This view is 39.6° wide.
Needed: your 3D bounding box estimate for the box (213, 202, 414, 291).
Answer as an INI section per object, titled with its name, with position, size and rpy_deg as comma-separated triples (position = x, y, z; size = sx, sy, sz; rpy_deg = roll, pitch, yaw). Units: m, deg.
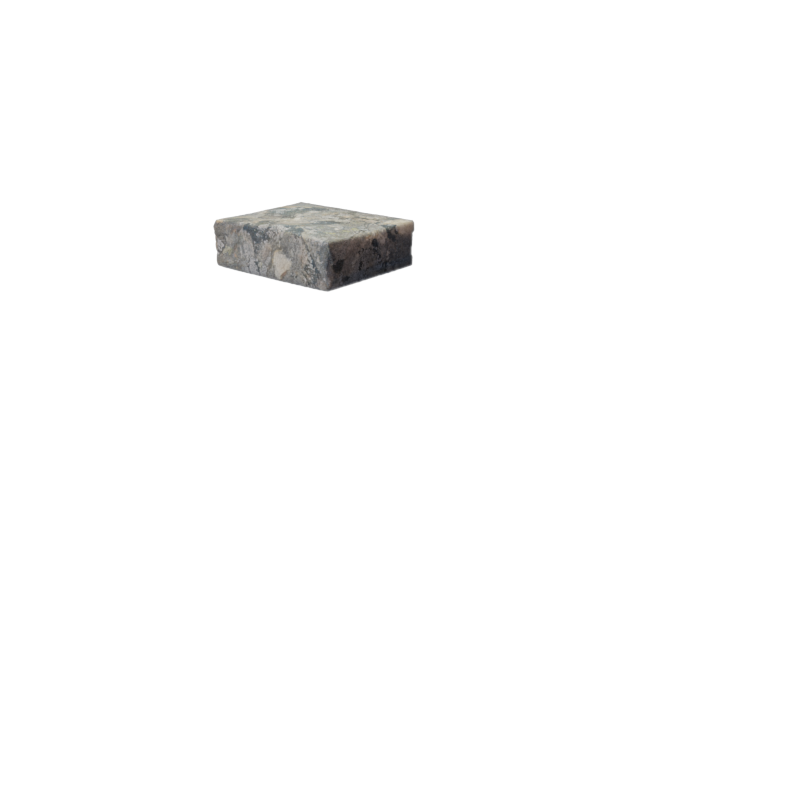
[box]
position = -0.049, -0.089, 0.625
size = 0.094, 0.029, 0.072
rpy_deg = 16, 25, 38
